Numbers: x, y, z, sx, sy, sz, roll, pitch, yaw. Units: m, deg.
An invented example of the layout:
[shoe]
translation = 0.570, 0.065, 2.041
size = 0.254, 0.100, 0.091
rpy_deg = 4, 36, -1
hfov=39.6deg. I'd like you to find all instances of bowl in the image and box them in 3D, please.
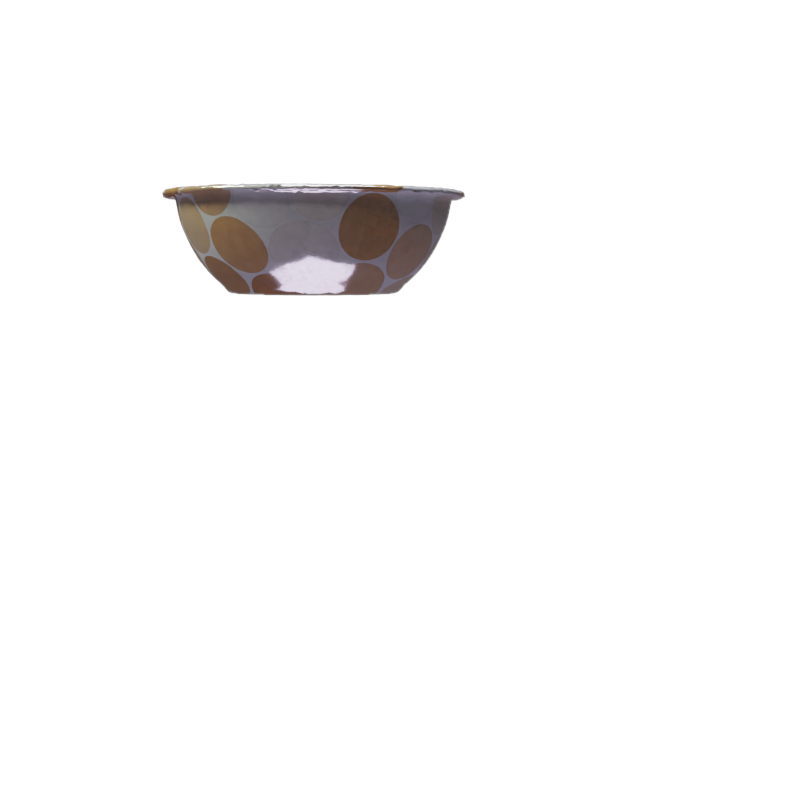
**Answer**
[bowl]
translation = -0.047, -0.085, 0.595
size = 0.162, 0.055, 0.164
rpy_deg = 0, 6, -2
